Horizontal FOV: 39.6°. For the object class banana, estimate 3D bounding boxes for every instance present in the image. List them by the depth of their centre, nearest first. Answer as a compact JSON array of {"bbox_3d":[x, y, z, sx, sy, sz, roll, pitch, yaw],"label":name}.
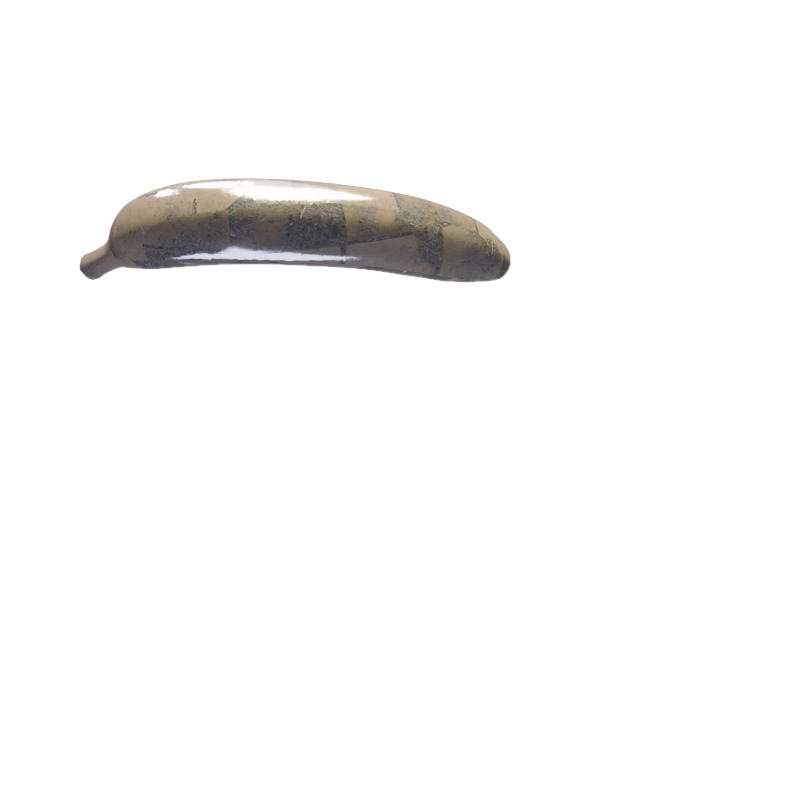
[{"bbox_3d":[-0.038,-0.072,0.481,0.195,0.038,0.069,1,-5,-11],"label":"banana"}]
